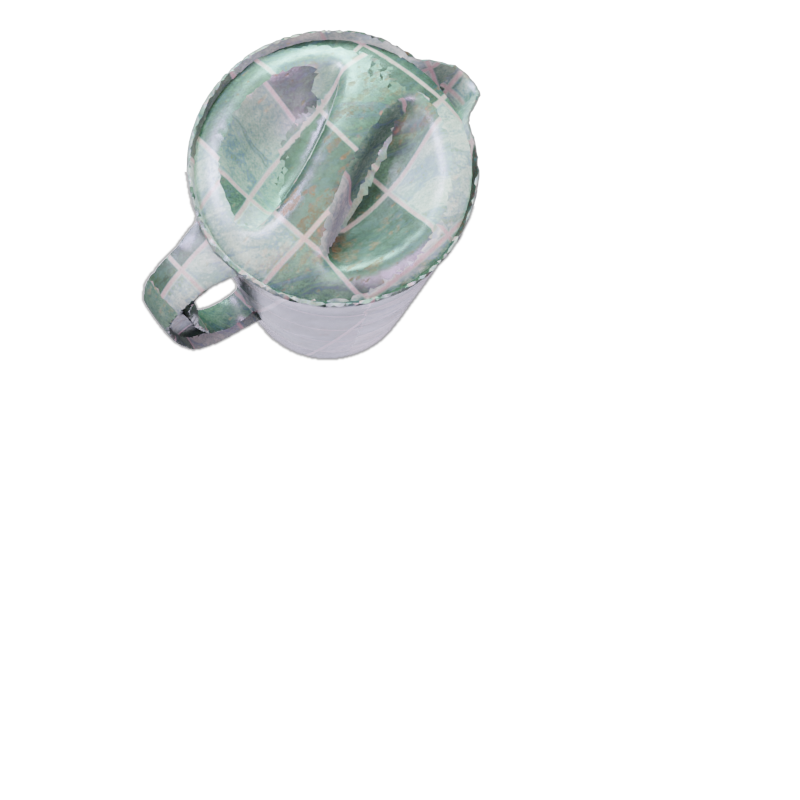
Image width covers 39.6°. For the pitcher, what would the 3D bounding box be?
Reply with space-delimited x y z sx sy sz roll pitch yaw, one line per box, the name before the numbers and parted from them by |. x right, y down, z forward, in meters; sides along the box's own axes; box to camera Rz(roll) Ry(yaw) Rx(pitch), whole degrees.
pitcher | -0.048 -0.087 0.611 0.149 0.149 0.236 7 -10 -2
